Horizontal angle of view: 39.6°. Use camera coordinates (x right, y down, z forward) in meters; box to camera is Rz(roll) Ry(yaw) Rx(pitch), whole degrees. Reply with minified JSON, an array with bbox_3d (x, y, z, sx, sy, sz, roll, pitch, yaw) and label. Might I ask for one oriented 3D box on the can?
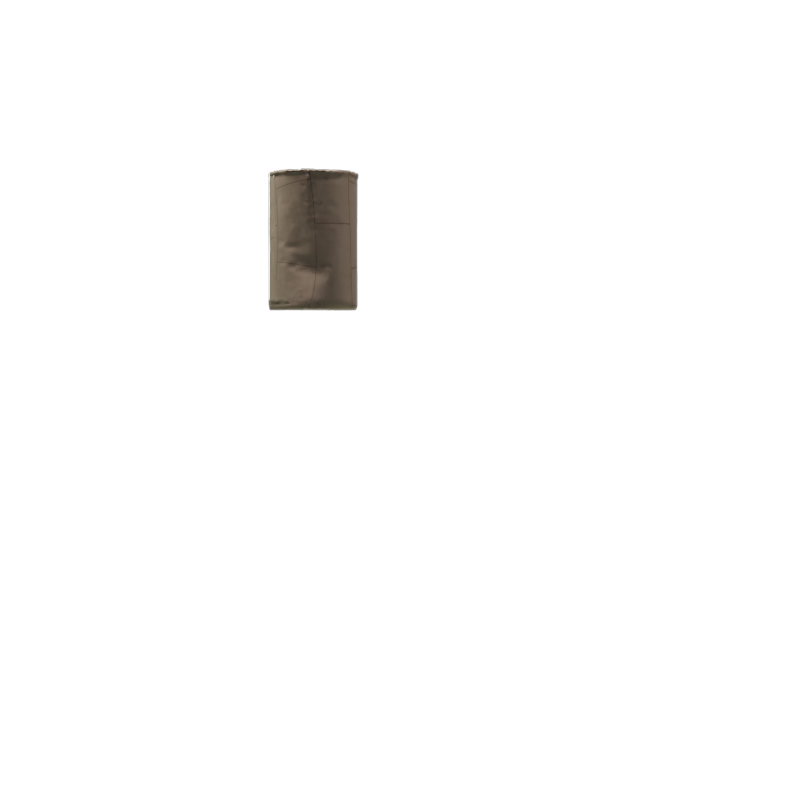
[{"bbox_3d":[-0.065,-0.118,0.825,0.068,0.103,0.068,0,-1,-2],"label":"can"}]
